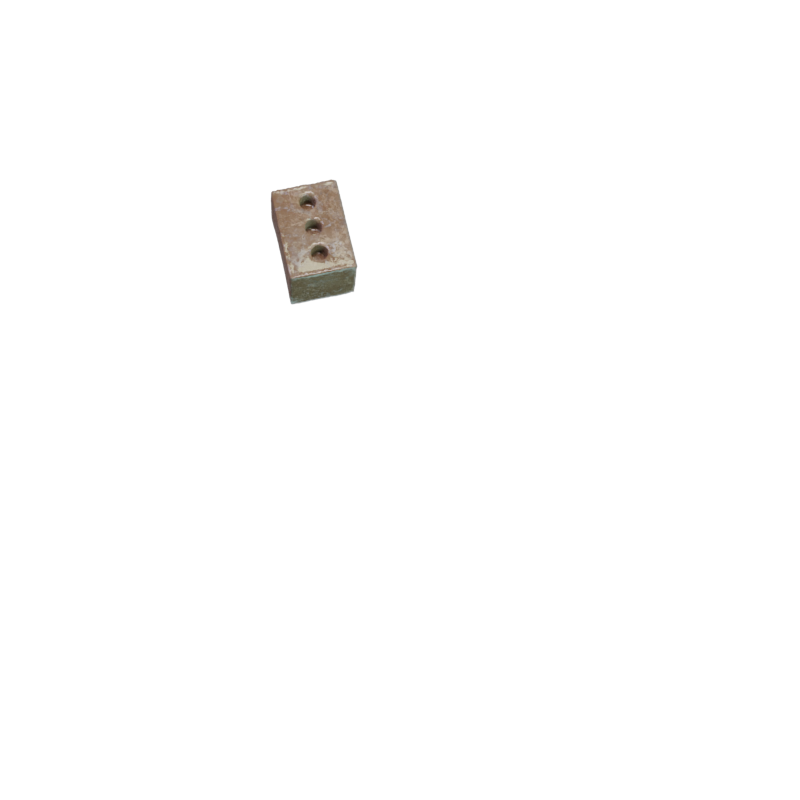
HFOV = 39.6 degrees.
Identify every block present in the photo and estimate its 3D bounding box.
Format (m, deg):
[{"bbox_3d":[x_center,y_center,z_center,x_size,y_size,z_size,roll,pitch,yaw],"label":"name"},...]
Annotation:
[{"bbox_3d":[-0.067,-0.122,0.852,0.052,0.083,0.049,-12,-23,-7],"label":"block"}]
